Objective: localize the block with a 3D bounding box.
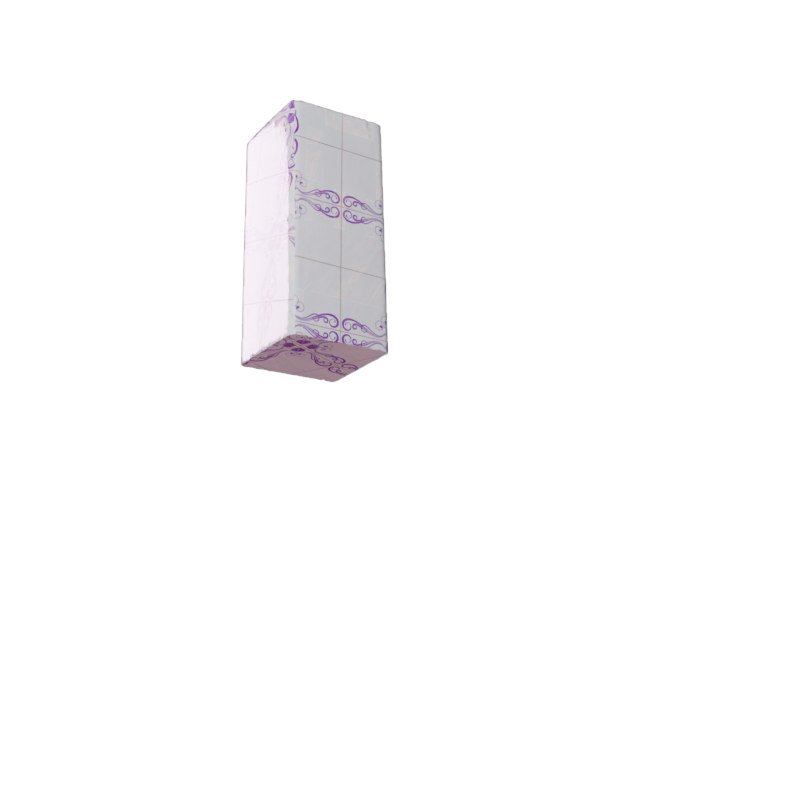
[{"bbox_3d":[-0.072,-0.132,0.923,0.087,0.217,0.089,12,-27,-30],"label":"block"}]
